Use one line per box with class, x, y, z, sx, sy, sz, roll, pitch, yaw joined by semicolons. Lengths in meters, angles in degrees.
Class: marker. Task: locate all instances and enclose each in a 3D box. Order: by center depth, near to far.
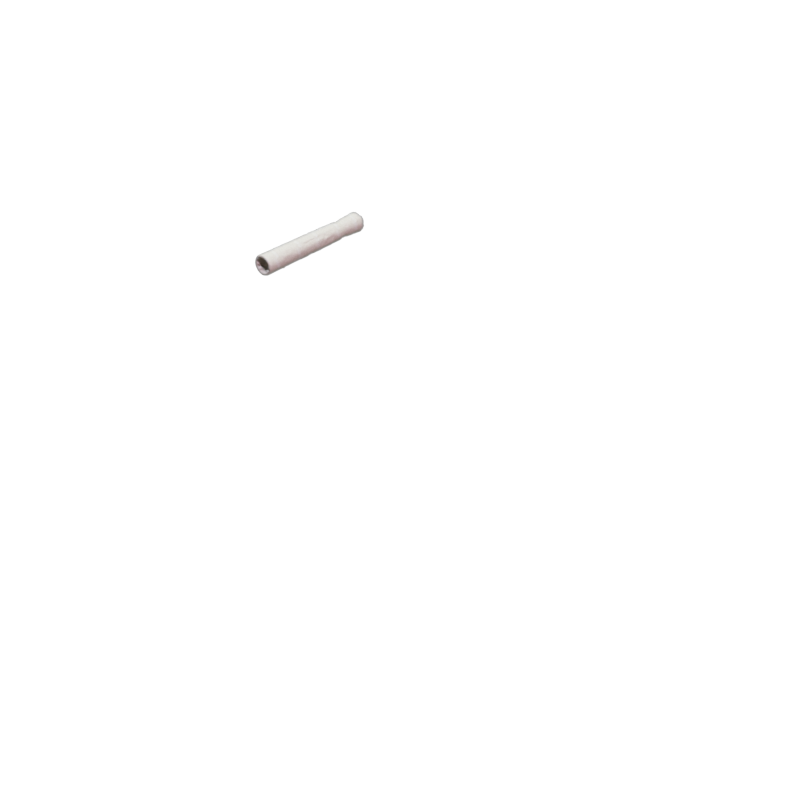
marker;-0.075;-0.136;0.955;0.021;0.019;0.121;4;27;44
